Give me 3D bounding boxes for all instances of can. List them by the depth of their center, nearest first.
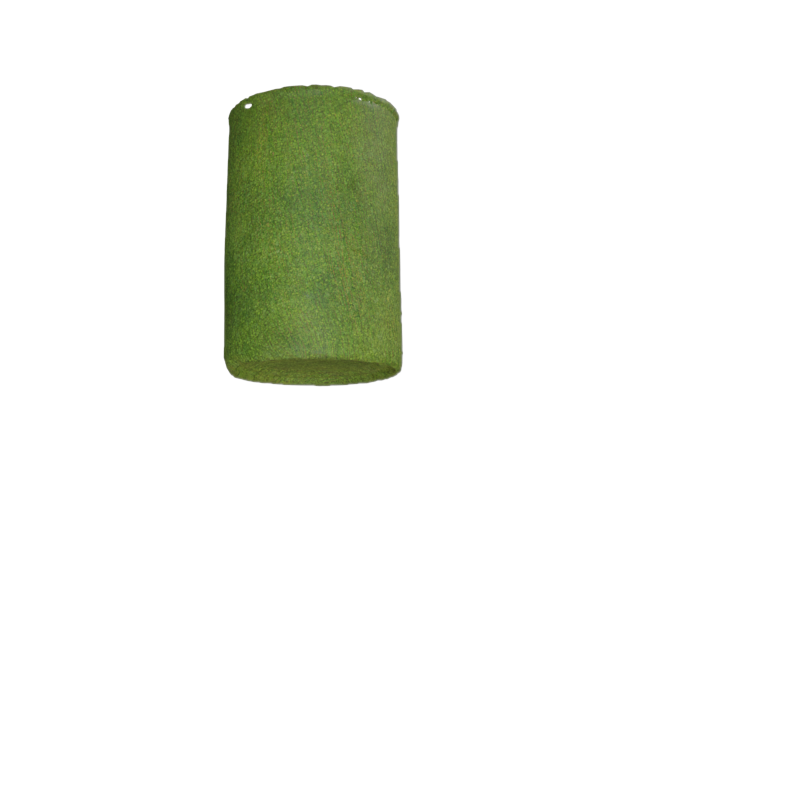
[{"bbox_3d":[-0.033,-0.061,0.426,0.068,0.106,0.066,0,-13,-2],"label":"can"}]
